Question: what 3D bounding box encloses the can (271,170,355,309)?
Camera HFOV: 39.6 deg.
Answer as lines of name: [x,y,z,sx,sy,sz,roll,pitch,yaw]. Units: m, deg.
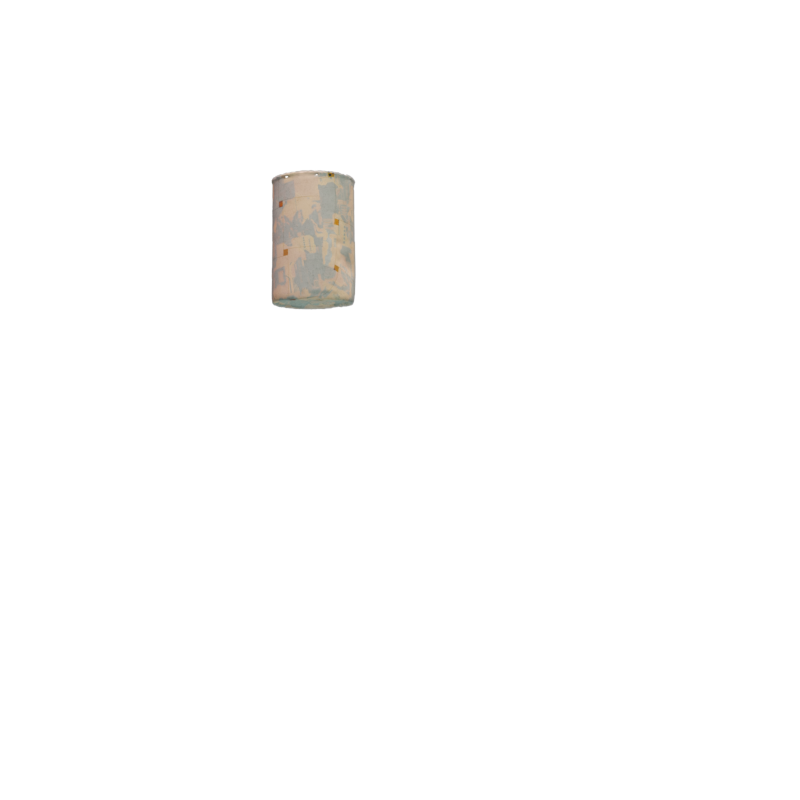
can: [-0.070,-0.127,0.893,0.068,0.105,0.067,0,-8,-2]
